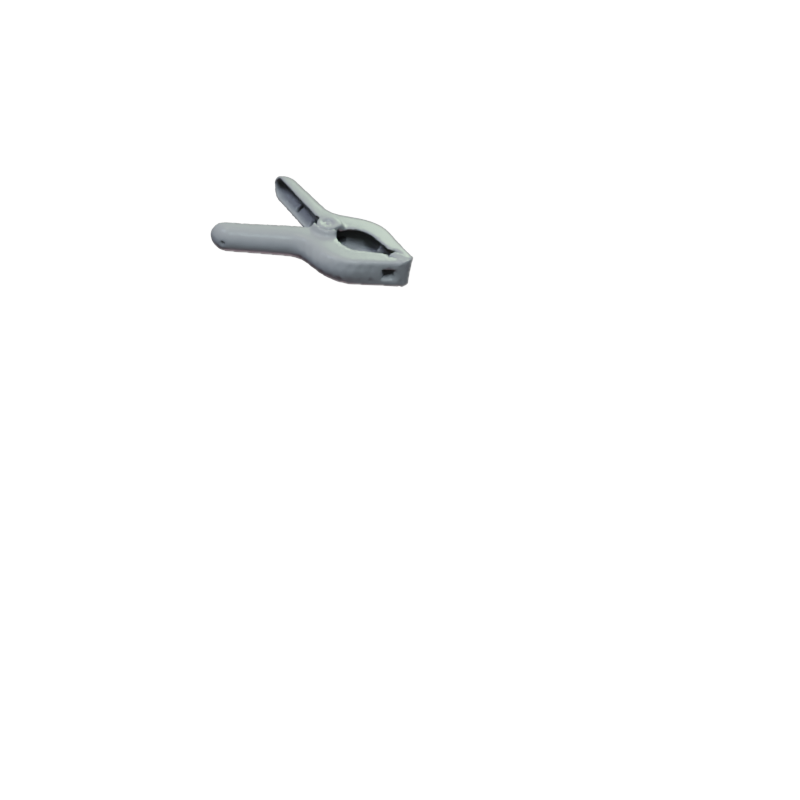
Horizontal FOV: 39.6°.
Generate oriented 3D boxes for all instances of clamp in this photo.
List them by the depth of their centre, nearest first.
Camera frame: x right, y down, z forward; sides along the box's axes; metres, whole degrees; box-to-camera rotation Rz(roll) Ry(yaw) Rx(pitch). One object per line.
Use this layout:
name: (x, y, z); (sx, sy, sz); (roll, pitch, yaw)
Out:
clamp: (-0.075, -0.137, 0.960); (0.181, 0.037, 0.122); (27, 48, 27)
